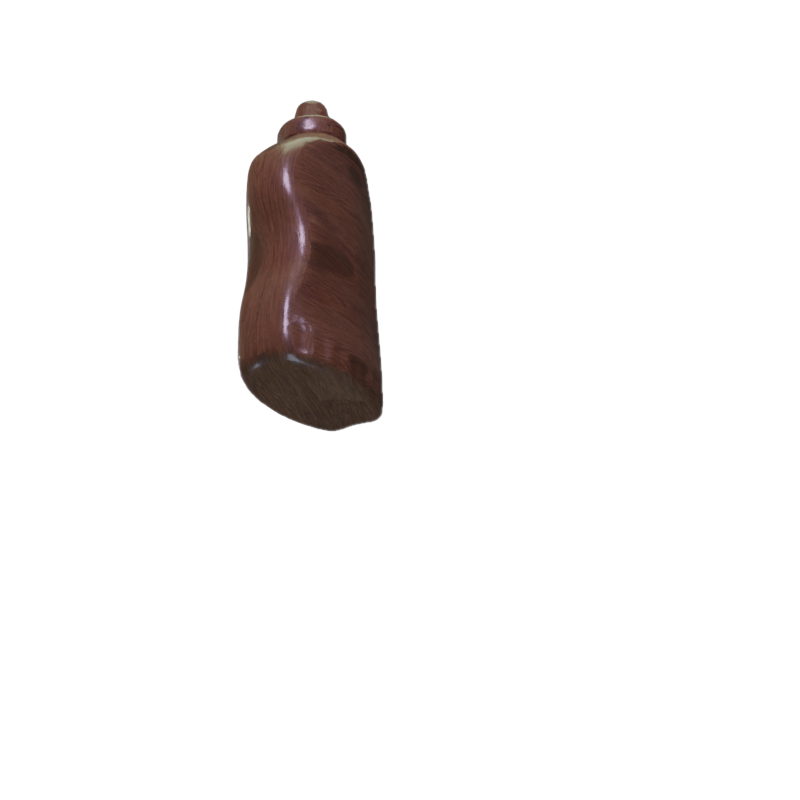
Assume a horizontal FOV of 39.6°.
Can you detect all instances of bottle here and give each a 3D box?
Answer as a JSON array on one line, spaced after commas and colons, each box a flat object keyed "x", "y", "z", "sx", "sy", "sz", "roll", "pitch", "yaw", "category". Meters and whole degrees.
[{"x": -0.048, "y": -0.087, "z": 0.613, "sx": 0.059, "sy": 0.204, "sz": 0.089, "roll": -20, "pitch": -34, "yaw": 26, "category": "bottle"}]
